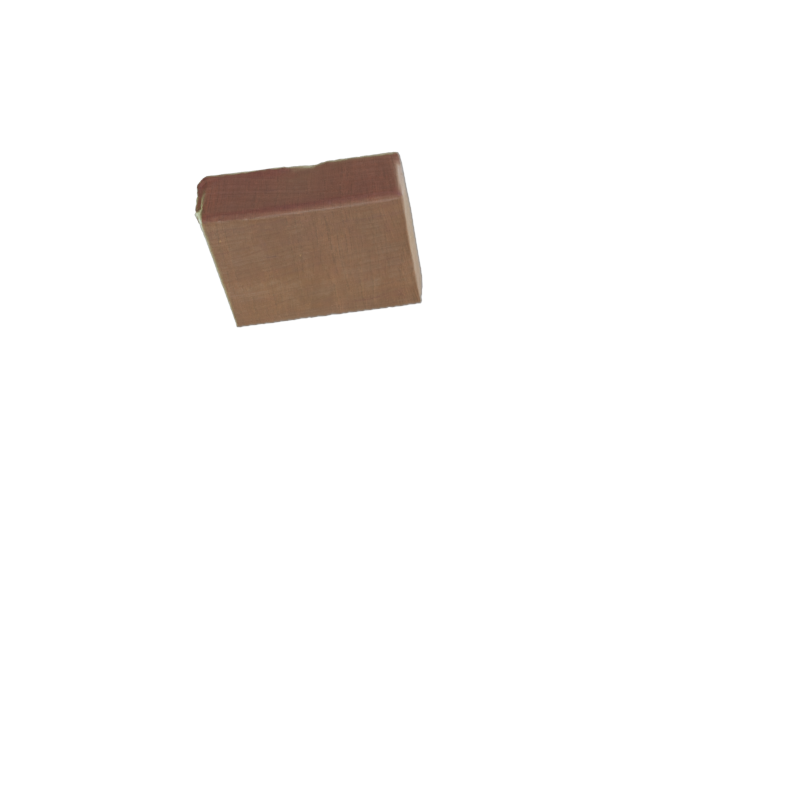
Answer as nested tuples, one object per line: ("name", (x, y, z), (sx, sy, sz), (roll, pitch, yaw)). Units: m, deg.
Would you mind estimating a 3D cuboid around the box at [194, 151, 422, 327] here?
("box", (-0.038, -0.070, 0.489), (0.090, 0.032, 0.068), (-6, -38, 7))
